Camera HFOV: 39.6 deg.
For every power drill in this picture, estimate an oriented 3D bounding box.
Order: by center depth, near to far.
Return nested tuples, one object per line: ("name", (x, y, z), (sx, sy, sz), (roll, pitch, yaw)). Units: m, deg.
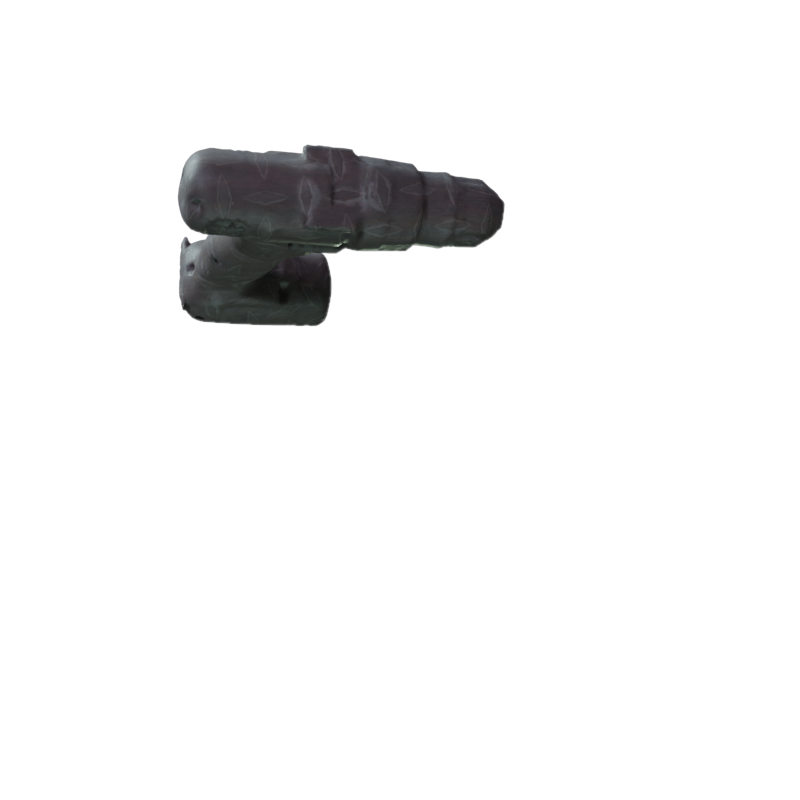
("power drill", (-0.053, -0.096, 0.672), (0.180, 0.060, 0.184), (5, -16, -17))
